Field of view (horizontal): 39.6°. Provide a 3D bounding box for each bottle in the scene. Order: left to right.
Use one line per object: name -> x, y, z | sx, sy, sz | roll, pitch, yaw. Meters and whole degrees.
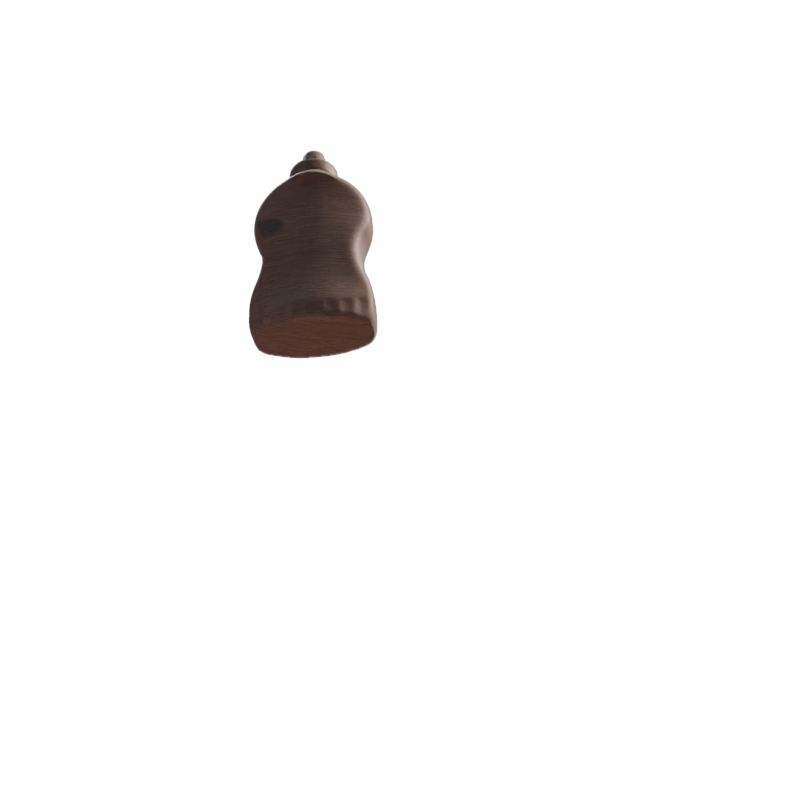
bottle -> -0.070, -0.127, 0.894 | 0.097, 0.205, 0.054 | -8, -37, 7
